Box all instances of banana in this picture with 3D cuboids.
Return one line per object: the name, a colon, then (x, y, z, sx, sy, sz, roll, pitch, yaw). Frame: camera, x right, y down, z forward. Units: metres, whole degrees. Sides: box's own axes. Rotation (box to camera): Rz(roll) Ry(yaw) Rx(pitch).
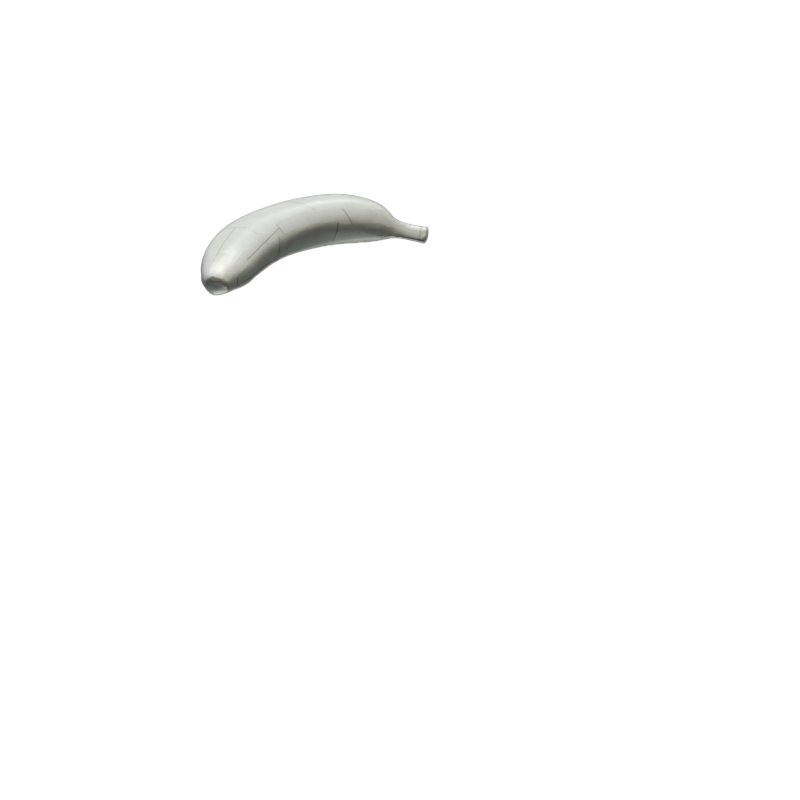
banana: (-0.067, -0.108, 0.727, 0.074, 0.035, 0.195, 19, 29, 38)
